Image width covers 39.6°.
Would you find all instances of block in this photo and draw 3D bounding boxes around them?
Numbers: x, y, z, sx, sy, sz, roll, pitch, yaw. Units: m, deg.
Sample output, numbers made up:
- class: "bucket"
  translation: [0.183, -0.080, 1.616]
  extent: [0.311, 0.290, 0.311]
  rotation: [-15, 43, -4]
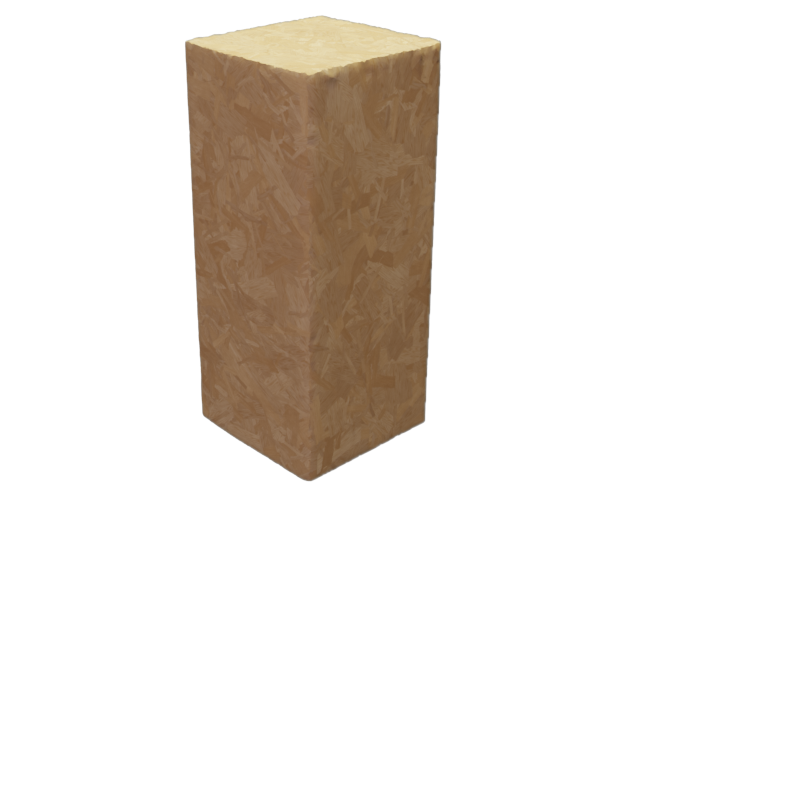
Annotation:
- class: "block"
  translation: [-0.044, -0.080, 0.560]
  extent: [0.090, 0.196, 0.096]
  rotation: [-21, 33, -40]
